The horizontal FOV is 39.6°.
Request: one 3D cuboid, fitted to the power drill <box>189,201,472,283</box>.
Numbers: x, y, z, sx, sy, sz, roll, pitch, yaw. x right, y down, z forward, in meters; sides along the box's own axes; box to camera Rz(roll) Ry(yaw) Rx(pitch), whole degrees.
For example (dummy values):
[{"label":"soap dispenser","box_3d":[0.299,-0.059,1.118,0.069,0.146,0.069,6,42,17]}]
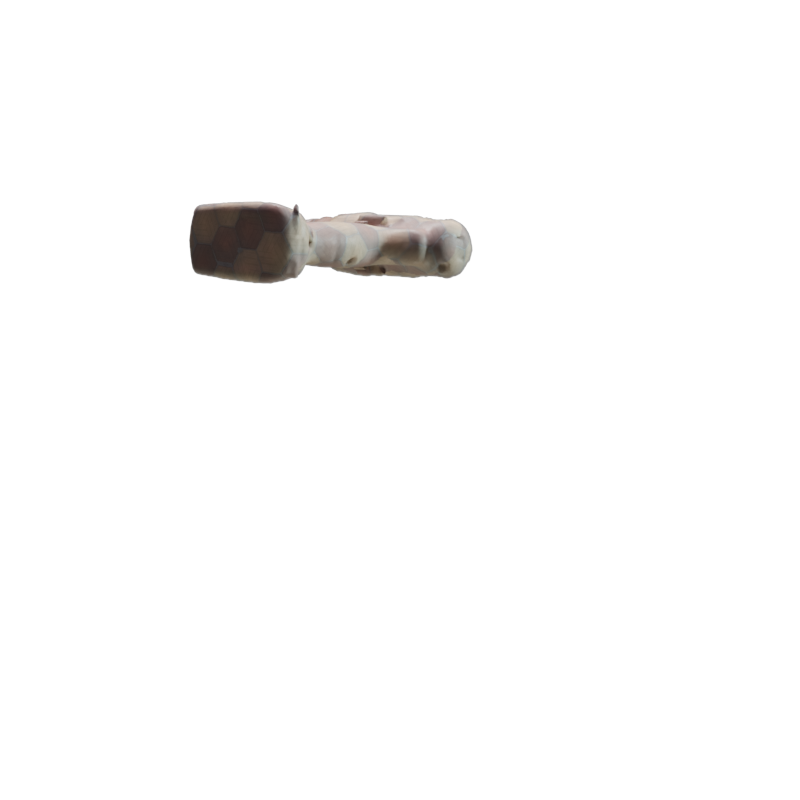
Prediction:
[{"label":"power drill","box_3d":[-0.067,-0.122,0.857,0.193,0.057,0.181,8,11,44]}]
